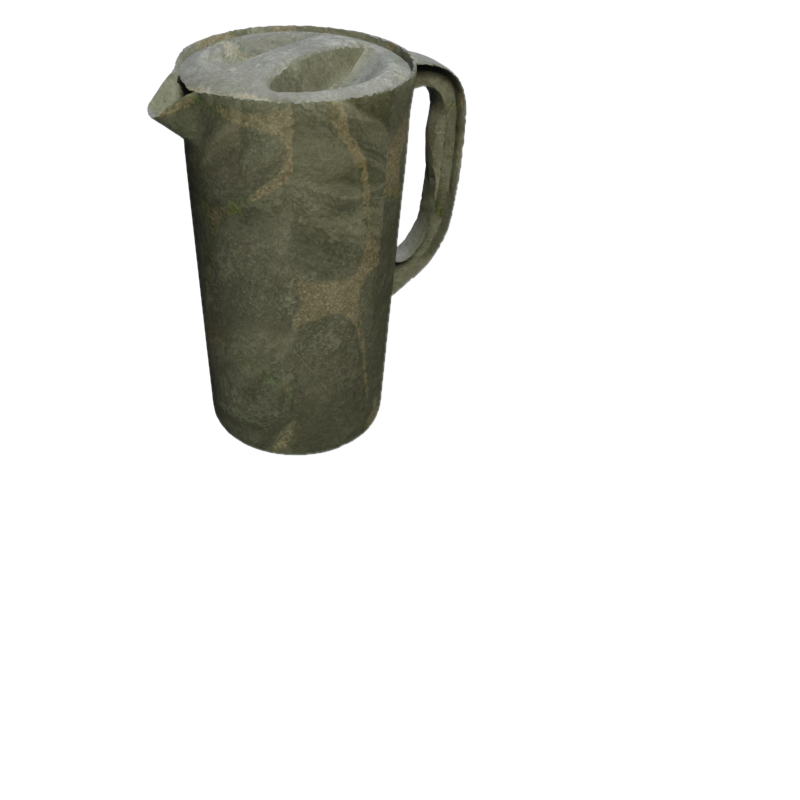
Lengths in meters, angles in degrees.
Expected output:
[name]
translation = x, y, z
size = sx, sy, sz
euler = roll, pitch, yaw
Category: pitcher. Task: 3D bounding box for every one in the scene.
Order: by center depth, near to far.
[pitcher]
translation = -0.052, -0.095, 0.663
size = 0.153, 0.229, 0.150
euler = 11, 32, 15
